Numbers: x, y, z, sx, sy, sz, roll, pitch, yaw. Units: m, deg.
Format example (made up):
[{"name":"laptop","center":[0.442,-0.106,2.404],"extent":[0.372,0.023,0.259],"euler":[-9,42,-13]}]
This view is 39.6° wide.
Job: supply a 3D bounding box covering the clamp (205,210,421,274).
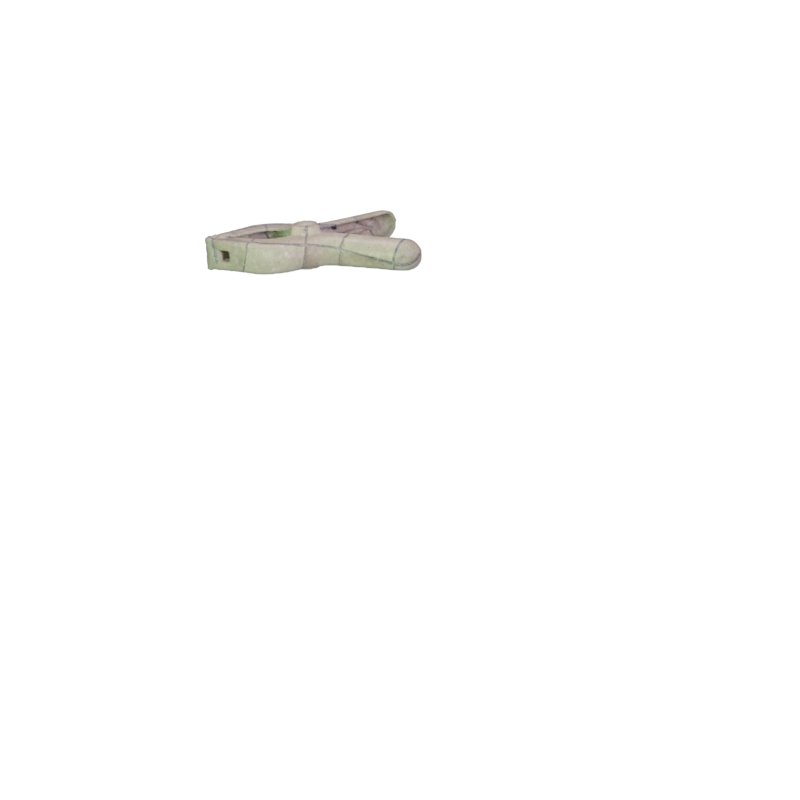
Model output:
[{"name":"clamp","center":[-0.071,-0.130,0.910],"extent":[0.172,0.038,0.124],"euler":[0,16,1]}]
